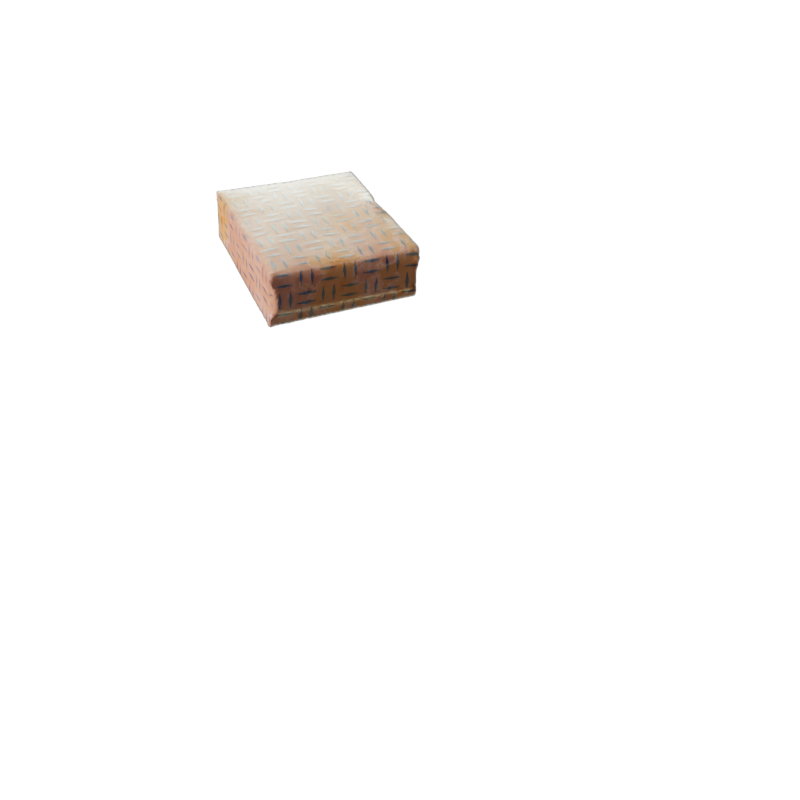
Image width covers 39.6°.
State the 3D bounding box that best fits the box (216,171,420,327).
[{"bbox_3d":[-0.042,-0.076,0.531,0.072,0.028,0.096,-12,37,-17],"label":"box"}]
